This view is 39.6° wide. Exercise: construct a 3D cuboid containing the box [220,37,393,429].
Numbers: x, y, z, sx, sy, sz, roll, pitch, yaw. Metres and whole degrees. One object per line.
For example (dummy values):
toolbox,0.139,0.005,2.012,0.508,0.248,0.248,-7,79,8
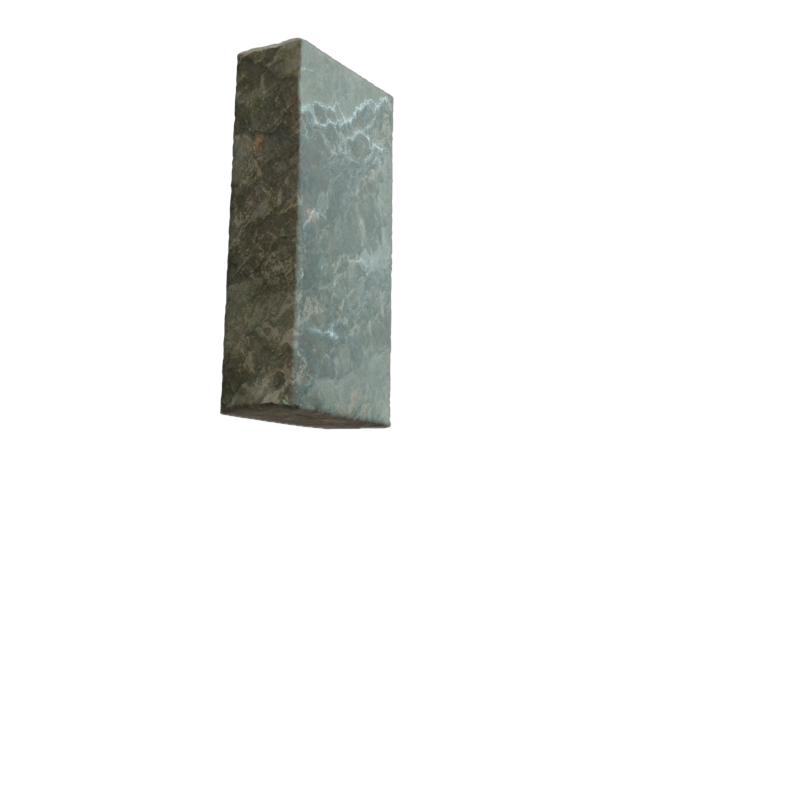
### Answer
box,-0.043,-0.078,0.545,0.049,0.183,0.088,-10,-16,30
